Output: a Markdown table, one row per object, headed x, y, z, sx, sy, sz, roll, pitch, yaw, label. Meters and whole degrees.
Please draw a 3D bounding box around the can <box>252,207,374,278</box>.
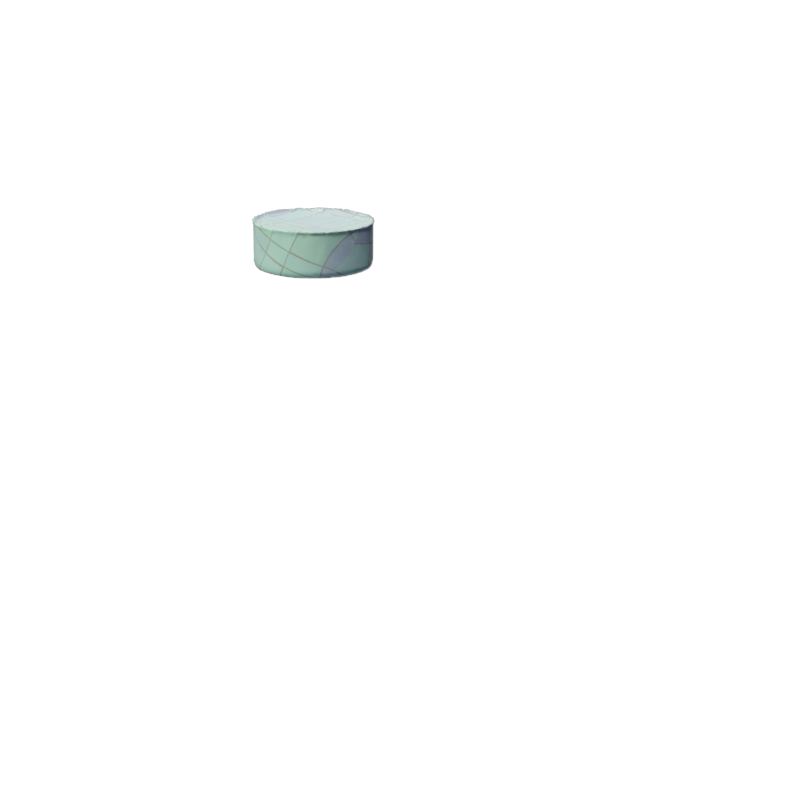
| x | y | z | sx | sy | sz | roll | pitch | yaw | label |
| --- | --- | --- | --- | --- | --- | --- | --- | --- | --- |
| -0.061 | -0.111 | 0.781 | 0.086 | 0.032 | 0.089 | -1 | 19 | -2 | can |
